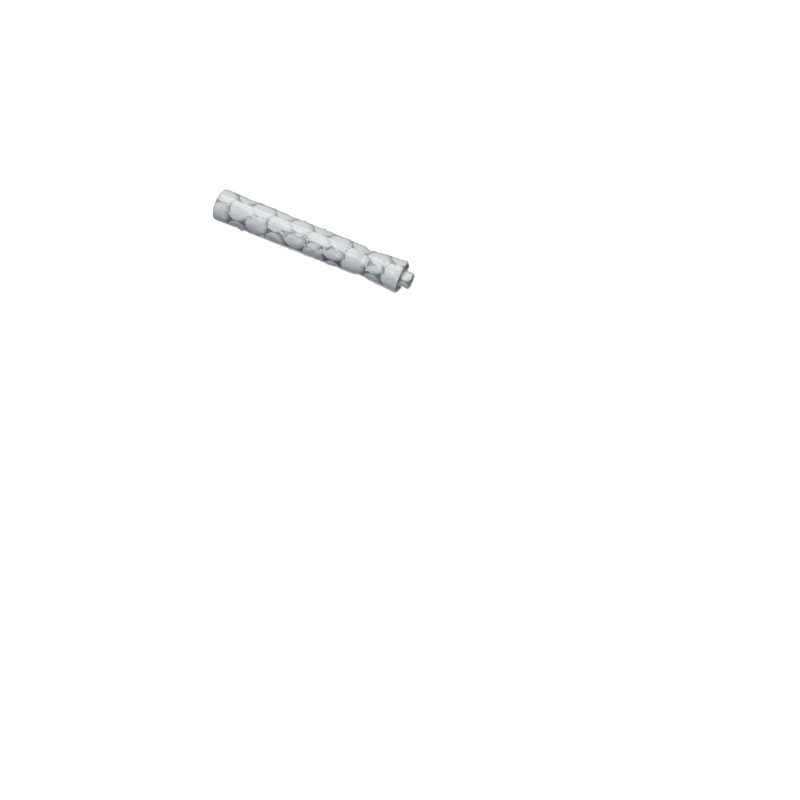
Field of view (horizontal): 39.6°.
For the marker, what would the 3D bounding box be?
[{"bbox_3d":[-0.049,-0.089,0.627,0.125,0.019,0.019,24,9,14],"label":"marker"}]
